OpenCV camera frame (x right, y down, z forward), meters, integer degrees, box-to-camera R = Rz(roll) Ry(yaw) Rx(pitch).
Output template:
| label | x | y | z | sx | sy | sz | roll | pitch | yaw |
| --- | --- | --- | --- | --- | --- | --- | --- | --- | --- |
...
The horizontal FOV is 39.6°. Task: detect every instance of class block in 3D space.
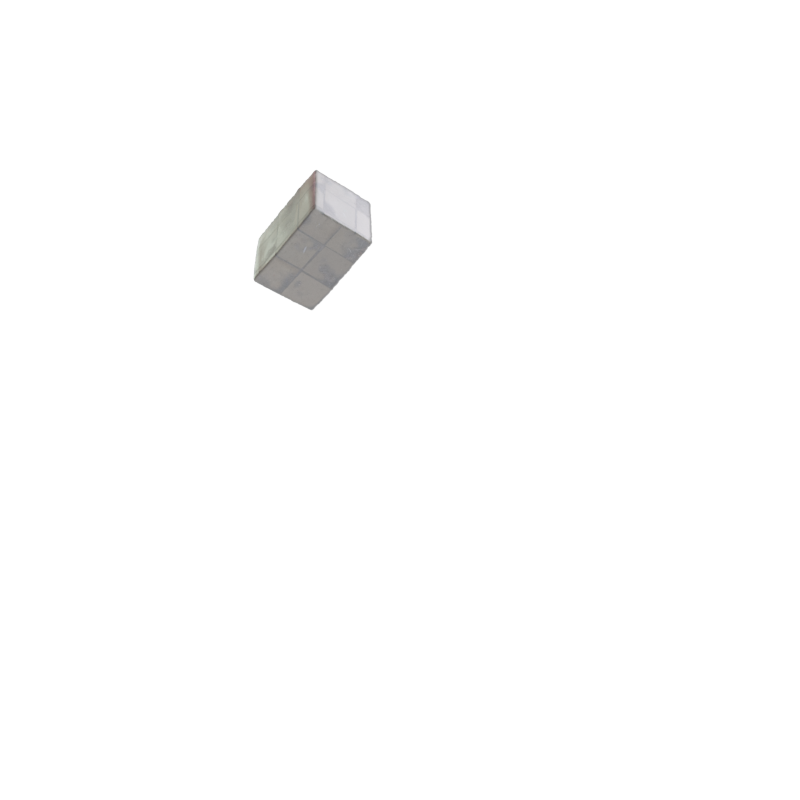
| label | x | y | z | sx | sy | sz | roll | pitch | yaw |
| --- | --- | --- | --- | --- | --- | --- | --- | --- | --- |
| block | -0.063 | -0.115 | 0.806 | 0.050 | 0.055 | 0.076 | 30 | -58 | -24 |
